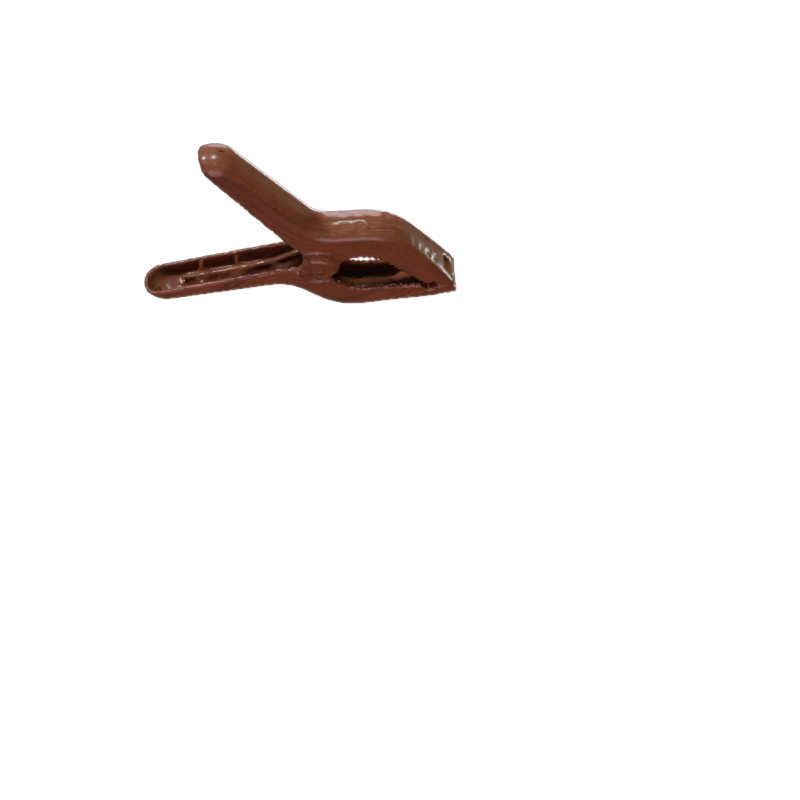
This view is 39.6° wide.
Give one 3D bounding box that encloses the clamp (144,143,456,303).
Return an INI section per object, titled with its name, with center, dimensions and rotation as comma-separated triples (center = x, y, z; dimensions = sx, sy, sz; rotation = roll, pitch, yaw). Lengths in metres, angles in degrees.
[clamp]
center = -0.058, -0.105, 0.735
dimensions = 0.206, 0.039, 0.158
rotation = 6, -27, -12
